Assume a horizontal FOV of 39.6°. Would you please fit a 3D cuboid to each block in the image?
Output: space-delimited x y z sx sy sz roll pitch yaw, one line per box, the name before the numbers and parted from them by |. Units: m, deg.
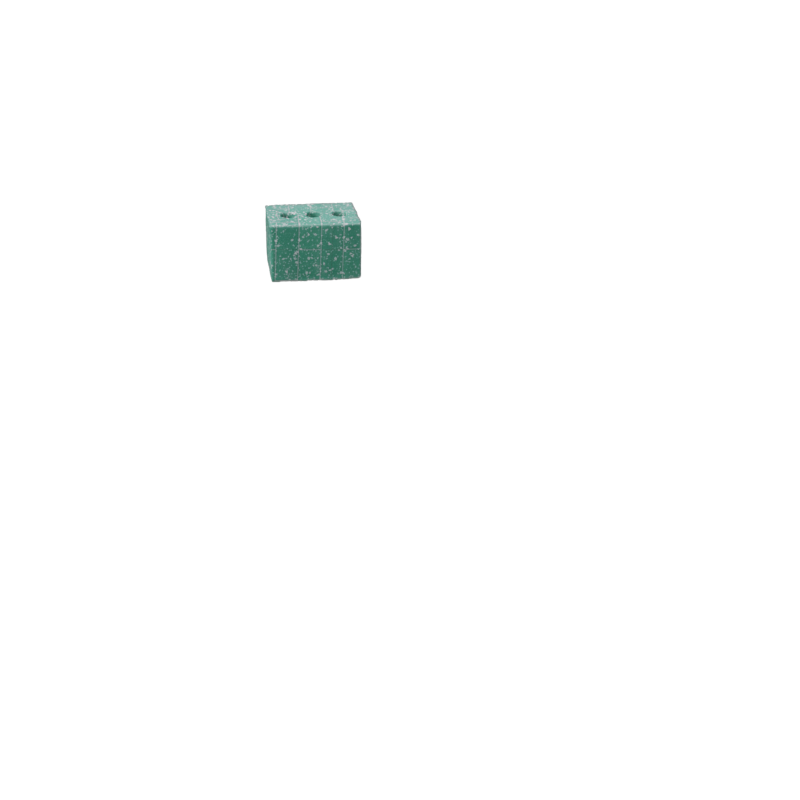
block | -0.073 -0.133 0.934 0.077 0.049 0.056 -3 25 -7
